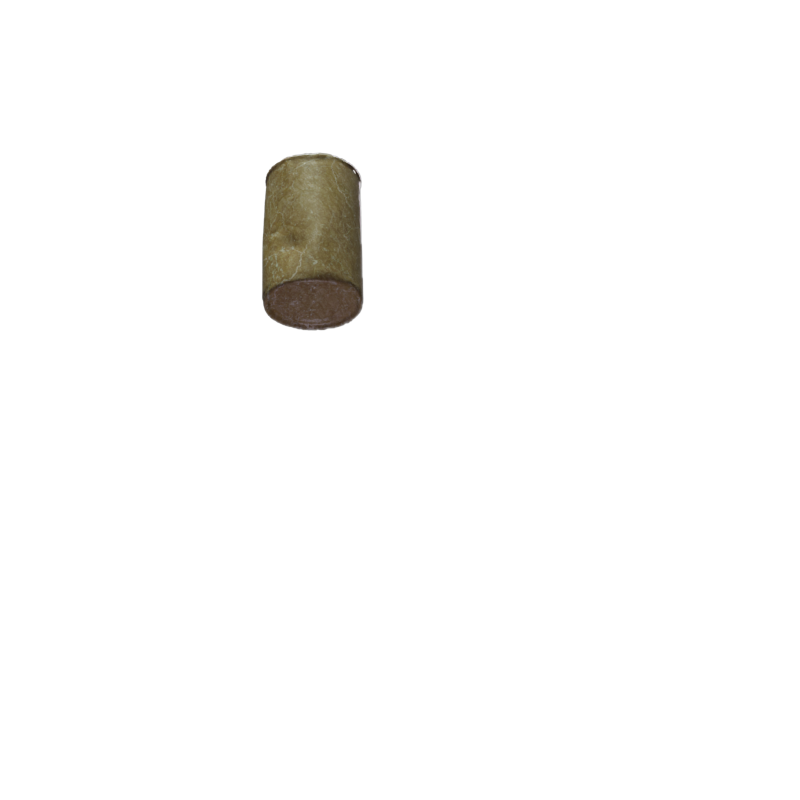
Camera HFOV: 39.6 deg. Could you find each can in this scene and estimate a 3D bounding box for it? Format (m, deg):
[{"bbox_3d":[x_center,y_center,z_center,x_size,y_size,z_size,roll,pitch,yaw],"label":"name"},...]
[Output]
[{"bbox_3d":[-0.059,-0.107,0.751,0.068,0.109,0.064,-1,-31,-2],"label":"can"}]
